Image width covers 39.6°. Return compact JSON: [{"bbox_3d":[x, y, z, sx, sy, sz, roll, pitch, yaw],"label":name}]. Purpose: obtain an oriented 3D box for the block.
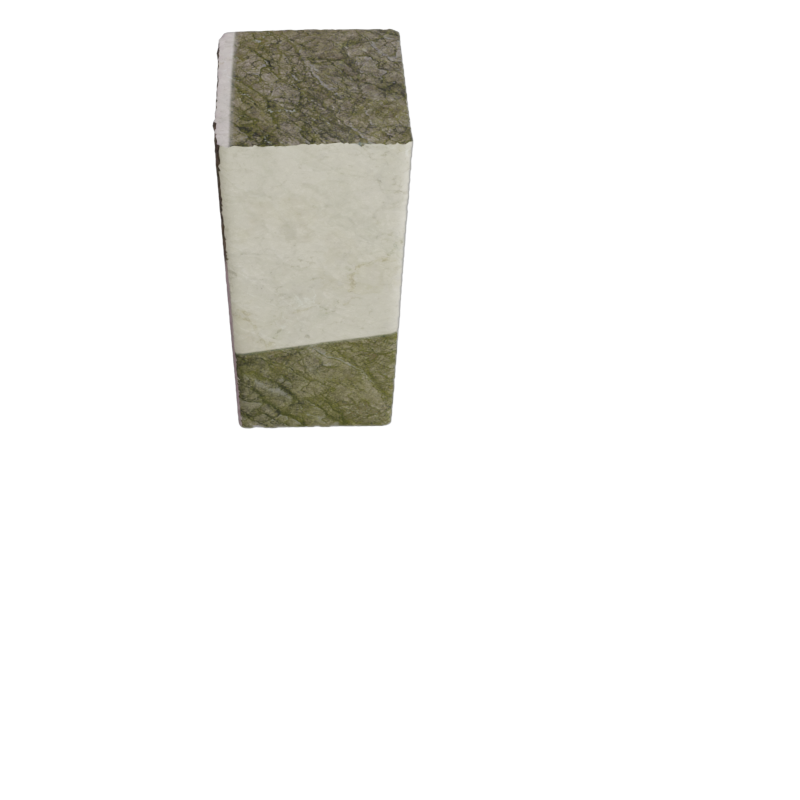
[{"bbox_3d":[-0.046,-0.083,0.583,0.090,0.098,0.192,-1,-41,-4],"label":"block"}]
